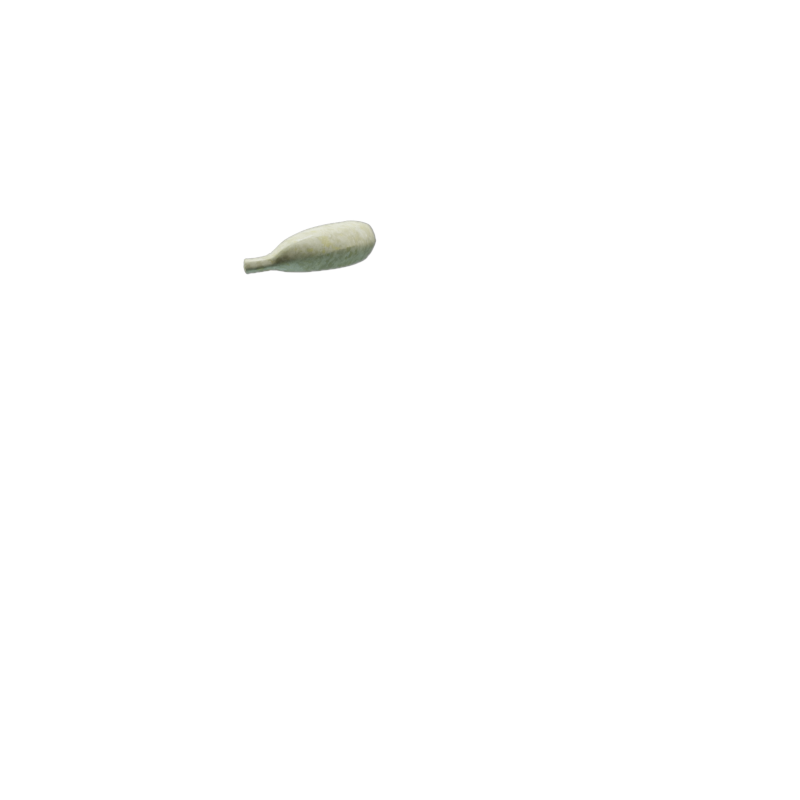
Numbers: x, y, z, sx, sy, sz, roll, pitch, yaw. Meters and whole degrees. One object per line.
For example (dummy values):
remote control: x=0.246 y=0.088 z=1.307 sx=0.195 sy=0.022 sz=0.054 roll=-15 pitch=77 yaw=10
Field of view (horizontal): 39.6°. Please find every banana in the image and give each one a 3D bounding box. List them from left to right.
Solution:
banana: x=-0.058 y=-0.132 z=0.933 sx=0.072 sy=0.036 sz=0.196 roll=4 pitch=13 yaw=21
